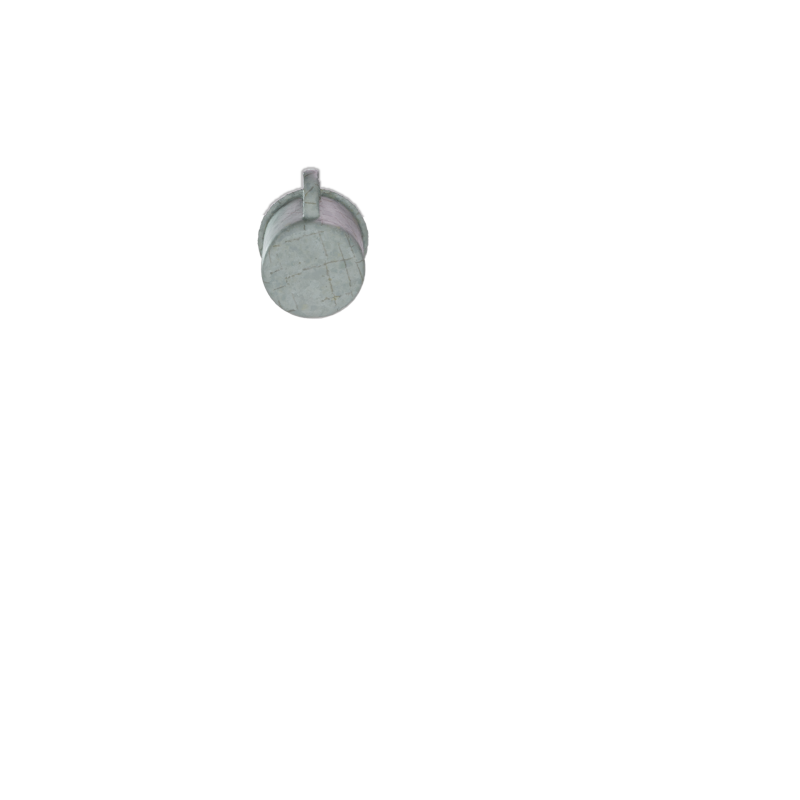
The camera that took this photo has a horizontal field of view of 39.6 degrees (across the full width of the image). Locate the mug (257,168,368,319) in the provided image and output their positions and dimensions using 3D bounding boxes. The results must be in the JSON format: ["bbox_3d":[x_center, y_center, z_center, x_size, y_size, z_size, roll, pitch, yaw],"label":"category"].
[{"bbox_3d":[-0.070,-0.127,0.888,0.093,0.112,0.085,1,21,-3],"label":"mug"}]
